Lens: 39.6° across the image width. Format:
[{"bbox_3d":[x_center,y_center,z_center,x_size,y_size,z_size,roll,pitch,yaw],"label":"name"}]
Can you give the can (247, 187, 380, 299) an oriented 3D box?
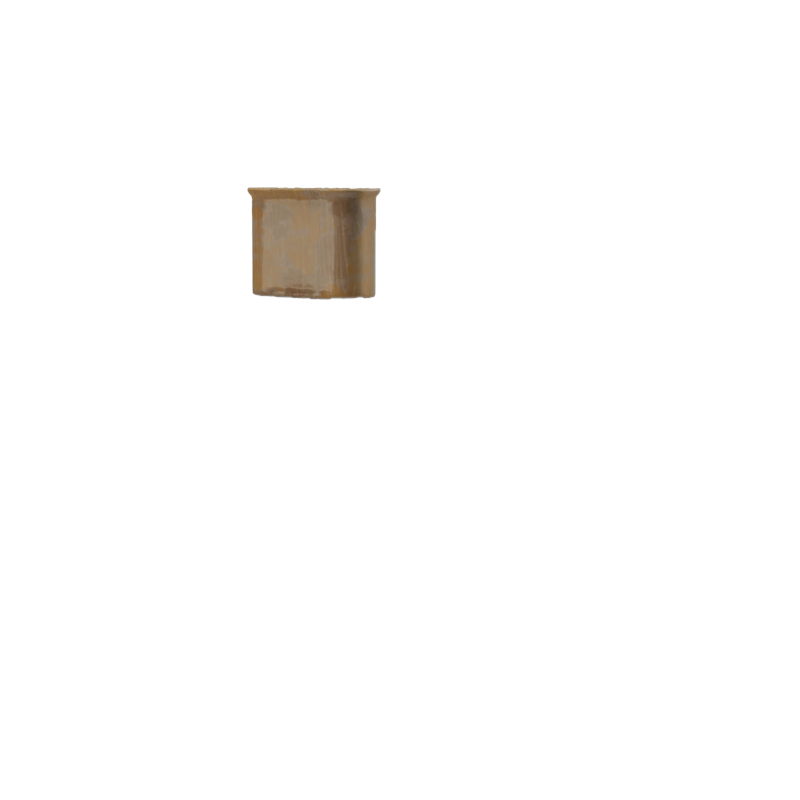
[{"bbox_3d":[-0.067,-0.122,0.857,0.106,0.083,0.056,4,7,28],"label":"can"}]
